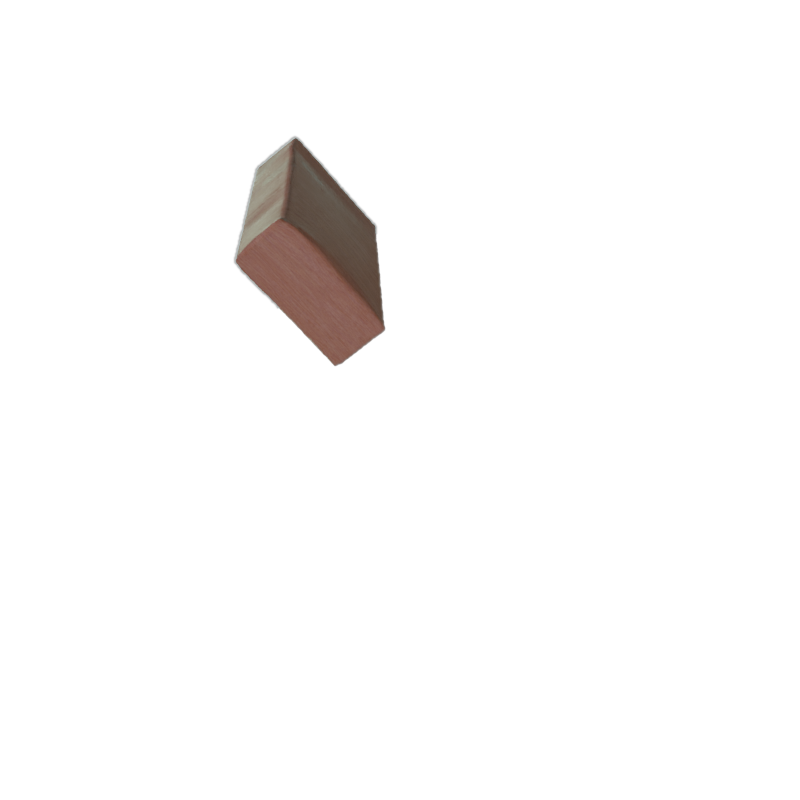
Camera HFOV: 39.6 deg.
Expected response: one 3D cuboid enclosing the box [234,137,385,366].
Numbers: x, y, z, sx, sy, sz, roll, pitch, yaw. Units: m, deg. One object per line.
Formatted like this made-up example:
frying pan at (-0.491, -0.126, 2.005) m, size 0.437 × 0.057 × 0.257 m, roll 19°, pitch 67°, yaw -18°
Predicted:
box at (-0.056, -0.102, 0.720) m, size 0.048 × 0.089 × 0.185 m, roll -39°, pitch 21°, yaw 14°
